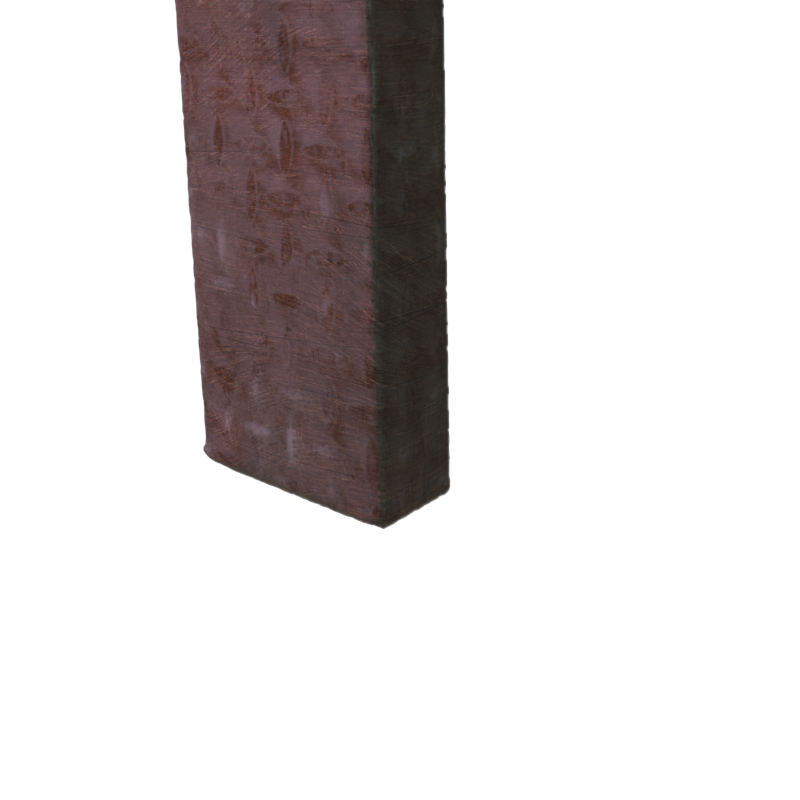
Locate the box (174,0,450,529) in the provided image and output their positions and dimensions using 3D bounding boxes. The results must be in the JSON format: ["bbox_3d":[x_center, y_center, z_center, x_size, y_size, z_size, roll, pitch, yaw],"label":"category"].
[{"bbox_3d":[-0.030,-0.055,0.387,0.098,0.171,0.047,12,17,40],"label":"box"}]
